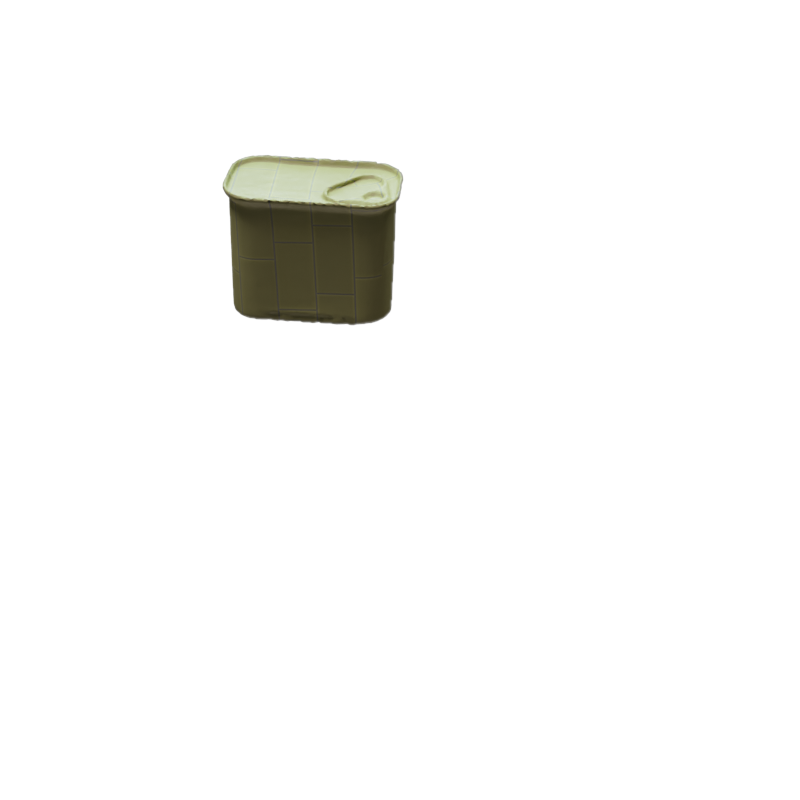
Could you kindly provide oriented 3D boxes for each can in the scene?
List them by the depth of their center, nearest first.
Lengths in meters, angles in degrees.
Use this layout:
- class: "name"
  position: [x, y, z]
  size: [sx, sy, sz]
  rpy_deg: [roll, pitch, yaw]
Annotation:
- class: "can"
  position: [-0.051, -0.094, 0.658]
  size: [0.103, 0.079, 0.061]
  rpy_deg: [4, 33, 5]
